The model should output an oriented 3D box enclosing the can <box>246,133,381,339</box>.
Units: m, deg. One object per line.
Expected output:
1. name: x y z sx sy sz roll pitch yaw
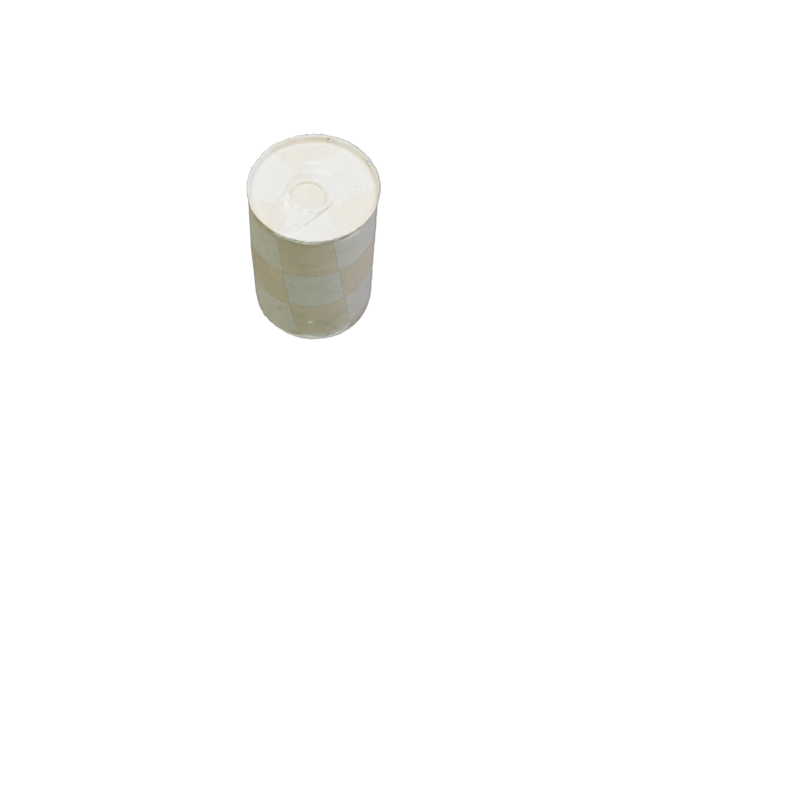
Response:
1. can: -0.047 -0.086 0.601 0.068 0.073 0.096 0 -30 -3
